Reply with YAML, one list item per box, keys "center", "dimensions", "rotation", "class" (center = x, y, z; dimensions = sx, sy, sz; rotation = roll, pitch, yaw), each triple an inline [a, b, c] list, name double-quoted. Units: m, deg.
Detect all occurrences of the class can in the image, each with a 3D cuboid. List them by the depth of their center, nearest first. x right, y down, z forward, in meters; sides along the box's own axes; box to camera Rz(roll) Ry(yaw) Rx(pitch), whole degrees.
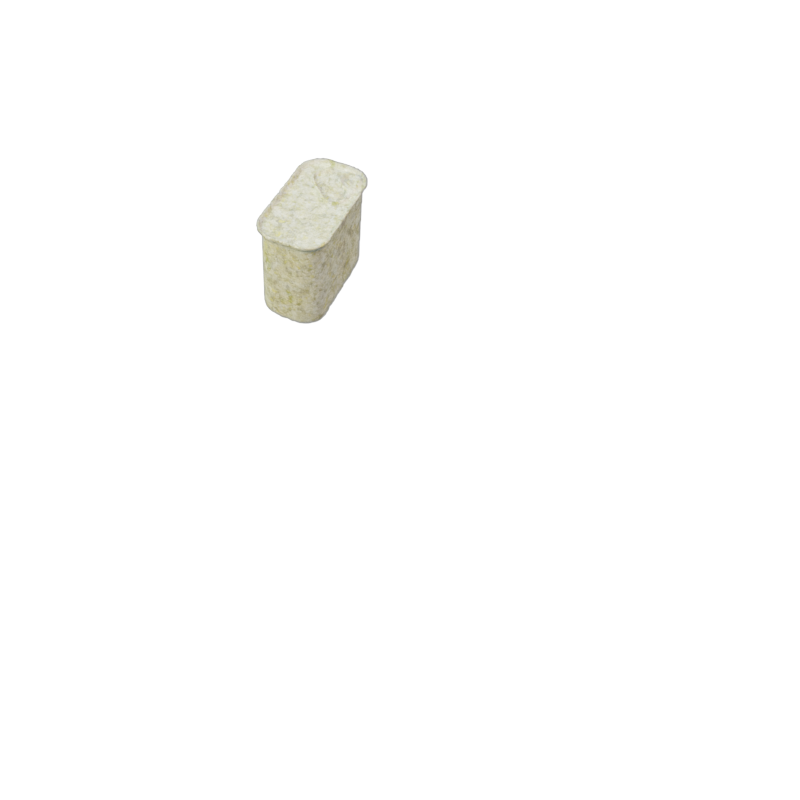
- center: [-0.067, -0.122, 0.855]
  dimensions: [0.059, 0.078, 0.106]
  rotation: [18, 49, 14]
  class: "can"
